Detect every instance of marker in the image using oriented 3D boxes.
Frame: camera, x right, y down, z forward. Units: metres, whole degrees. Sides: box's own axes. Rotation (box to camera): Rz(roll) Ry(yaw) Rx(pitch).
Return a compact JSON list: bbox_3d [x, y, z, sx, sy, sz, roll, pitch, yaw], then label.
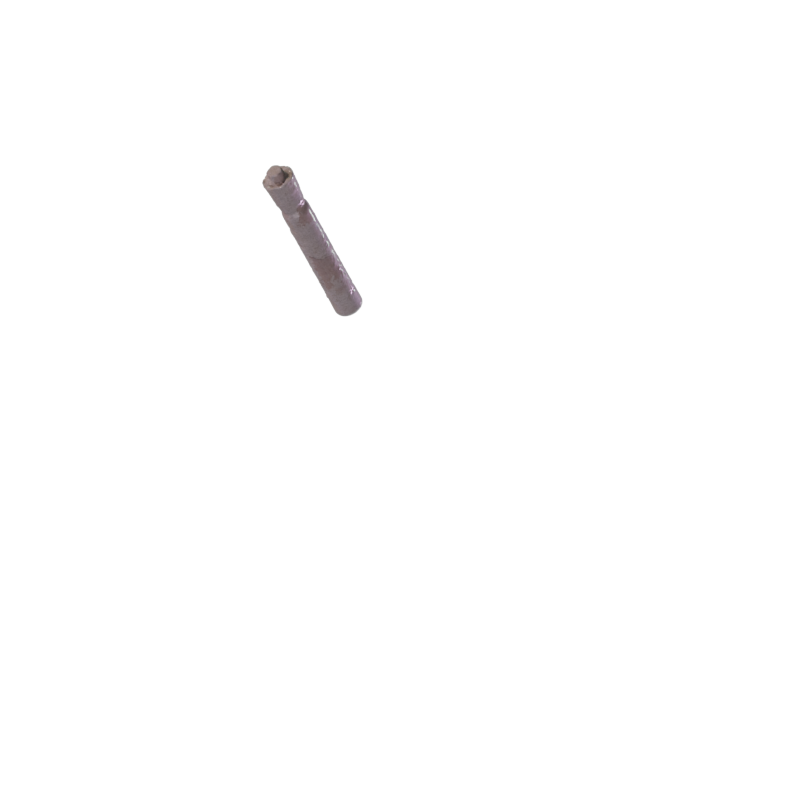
[{"bbox_3d":[-0.052,-0.095,0.663,0.020,0.021,0.111,2,-38,28],"label":"marker"}]
